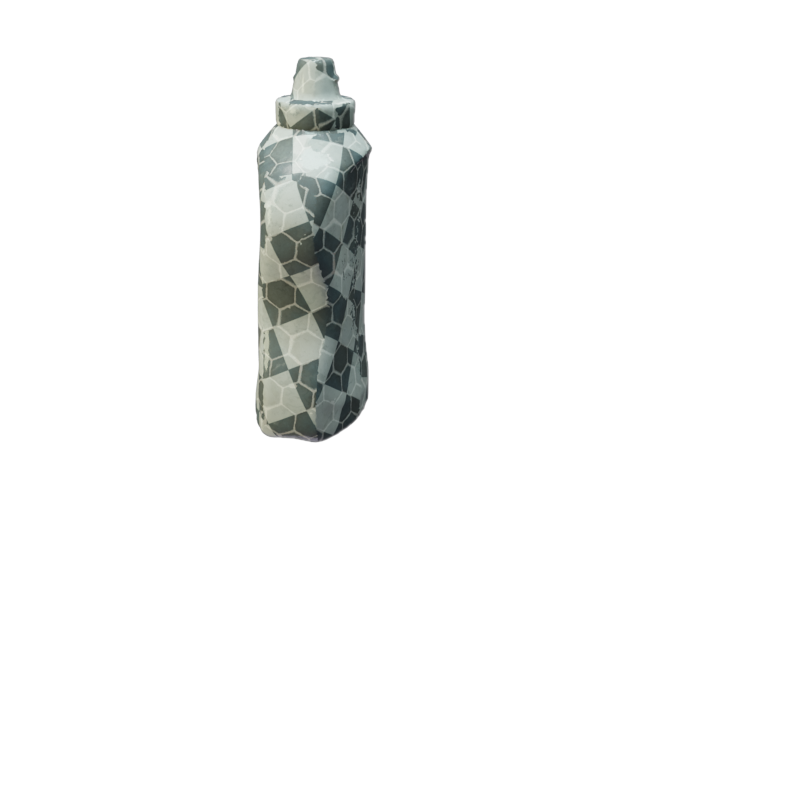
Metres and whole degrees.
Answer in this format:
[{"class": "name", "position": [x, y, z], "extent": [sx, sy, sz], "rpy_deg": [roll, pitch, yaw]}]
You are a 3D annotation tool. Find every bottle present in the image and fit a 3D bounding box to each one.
[{"class": "bottle", "position": [-0.045, -0.083, 0.583], "extent": [0.060, 0.185, 0.098], "rpy_deg": [5, 18, 13]}]
